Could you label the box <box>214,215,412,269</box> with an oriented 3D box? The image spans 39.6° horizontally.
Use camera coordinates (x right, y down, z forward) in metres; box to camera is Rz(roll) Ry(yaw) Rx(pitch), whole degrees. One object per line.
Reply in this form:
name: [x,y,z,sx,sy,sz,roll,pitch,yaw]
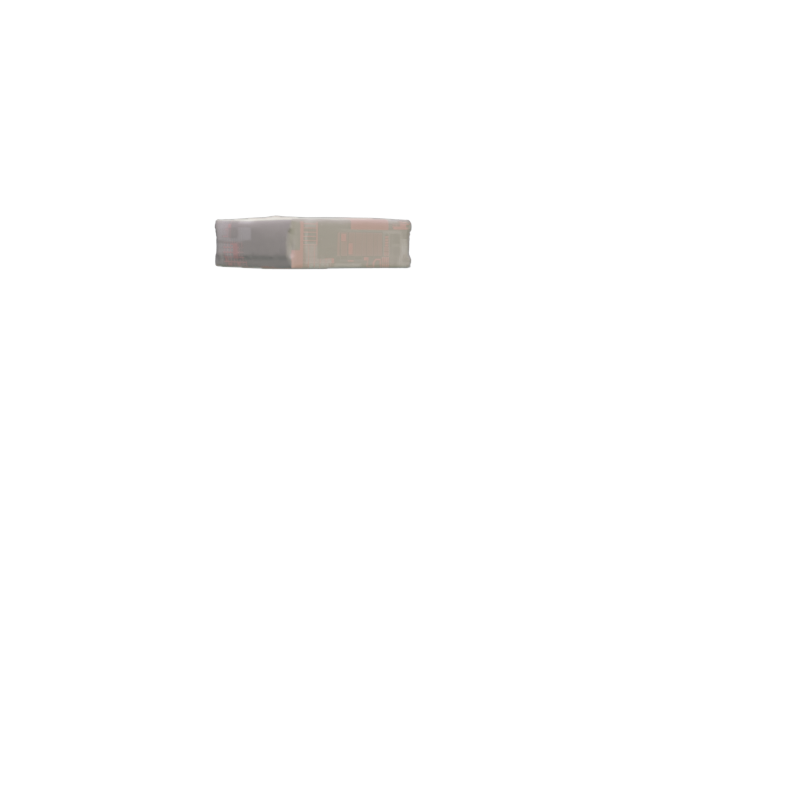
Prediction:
box: [-0.049,-0.090,0.631,0.086,0.030,0.076,-7,11,-40]
